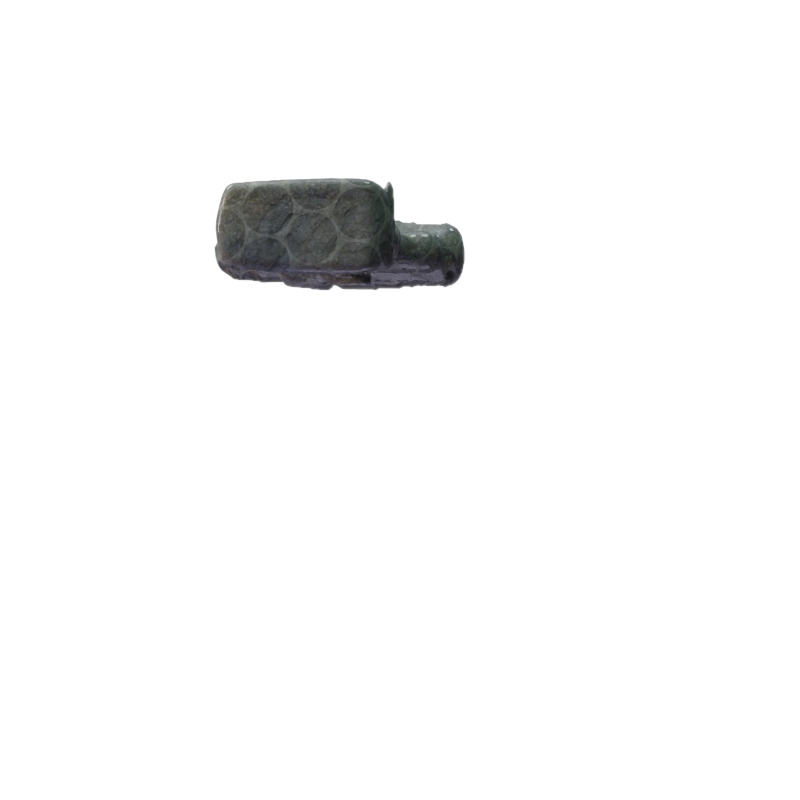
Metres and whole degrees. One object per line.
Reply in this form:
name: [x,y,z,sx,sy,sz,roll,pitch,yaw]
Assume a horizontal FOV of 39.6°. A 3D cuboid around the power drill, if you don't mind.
power drill: [-0.058,-0.106,0.740,0.188,0.058,0.184,0,2,12]
